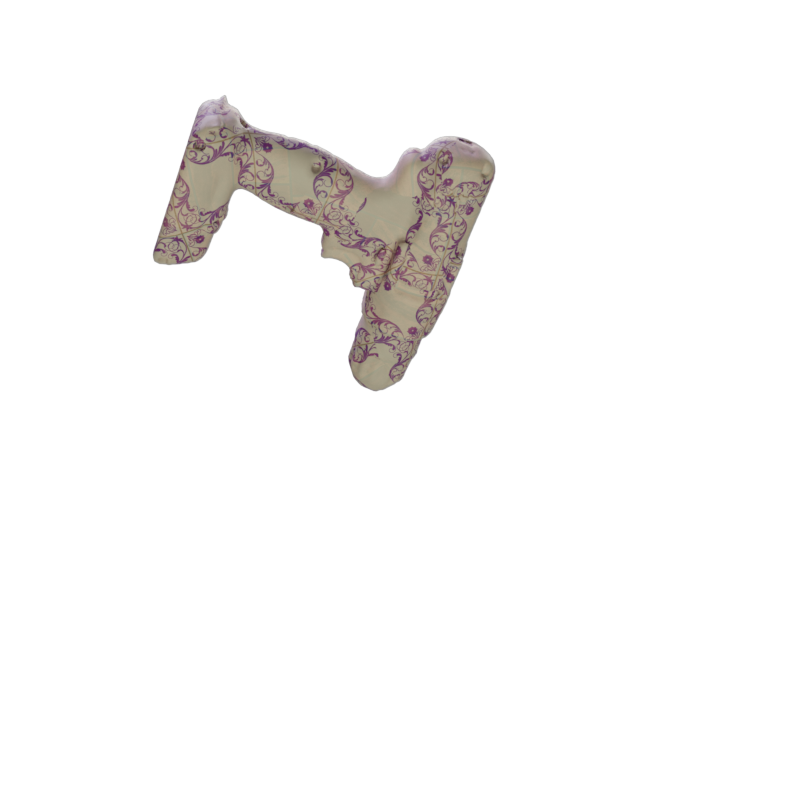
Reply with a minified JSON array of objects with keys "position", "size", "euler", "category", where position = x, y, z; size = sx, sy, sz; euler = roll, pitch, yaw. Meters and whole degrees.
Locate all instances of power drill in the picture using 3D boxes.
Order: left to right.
[{"position":[-0.054,-0.099,0.693],"size":[0.184,0.176,0.061],"euler":[16,29,-10],"category":"power drill"}]
